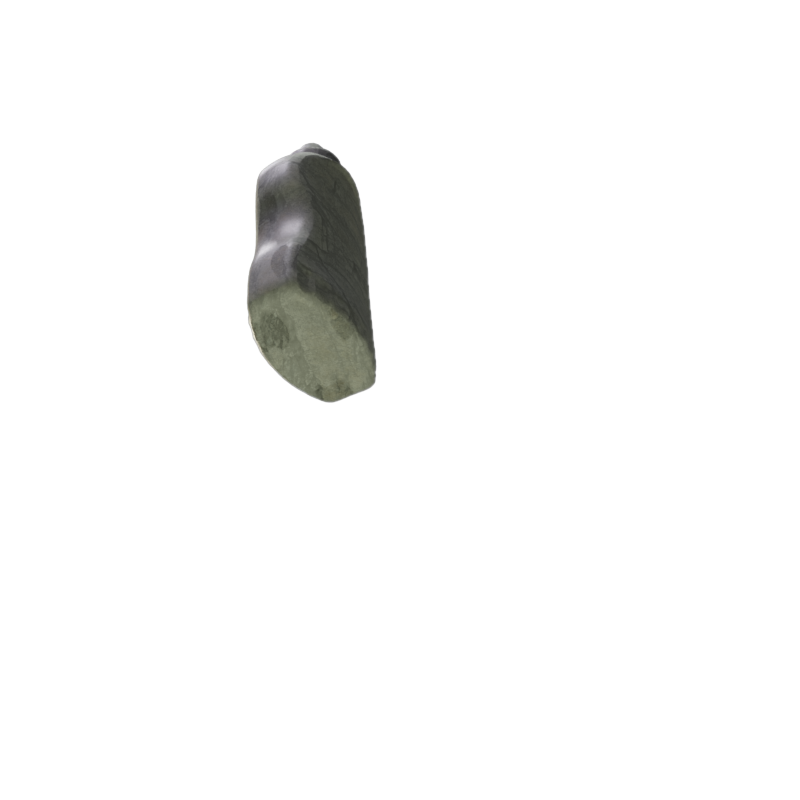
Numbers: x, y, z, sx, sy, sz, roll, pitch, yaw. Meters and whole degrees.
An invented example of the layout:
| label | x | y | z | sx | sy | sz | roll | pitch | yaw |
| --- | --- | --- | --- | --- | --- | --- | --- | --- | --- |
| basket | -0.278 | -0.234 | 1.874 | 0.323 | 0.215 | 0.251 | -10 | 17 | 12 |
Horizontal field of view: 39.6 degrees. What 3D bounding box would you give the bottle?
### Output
| label | x | y | z | sx | sy | sz | roll | pitch | yaw |
| --- | --- | --- | --- | --- | --- | --- | --- | --- | --- |
| bottle | -0.054 | -0.098 | 0.688 | 0.058 | 0.206 | 0.089 | -25 | -49 | 19 |
